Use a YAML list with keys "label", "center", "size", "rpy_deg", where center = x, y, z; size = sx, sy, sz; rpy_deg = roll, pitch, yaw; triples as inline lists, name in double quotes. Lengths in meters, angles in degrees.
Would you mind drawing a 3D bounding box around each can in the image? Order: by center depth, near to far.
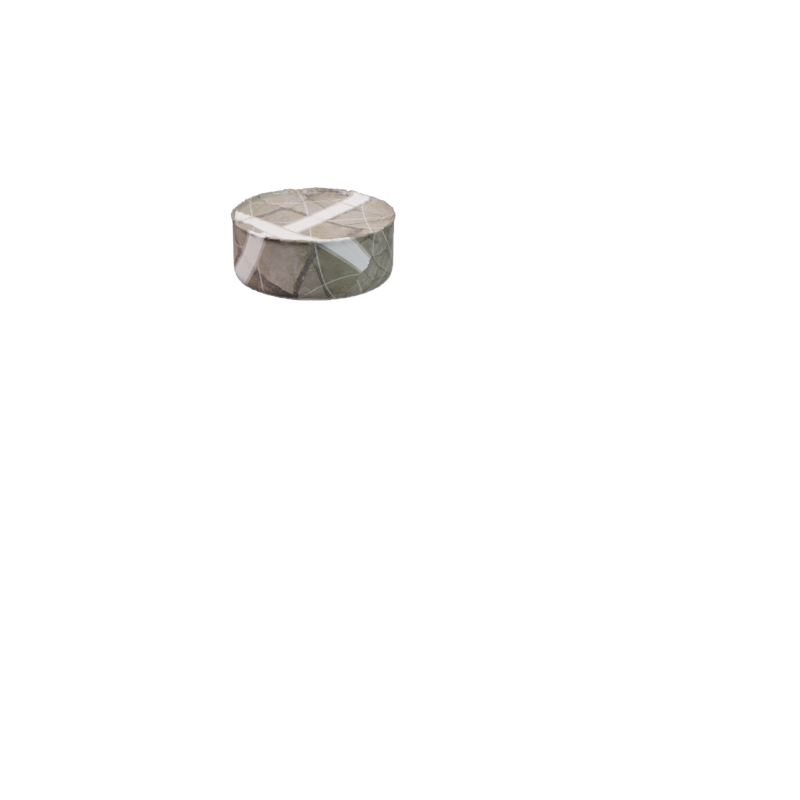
- label: "can"
  center: [-0.046, -0.083, 0.583]
  size: [0.086, 0.032, 0.091]
  rpy_deg: [-1, 26, -2]
